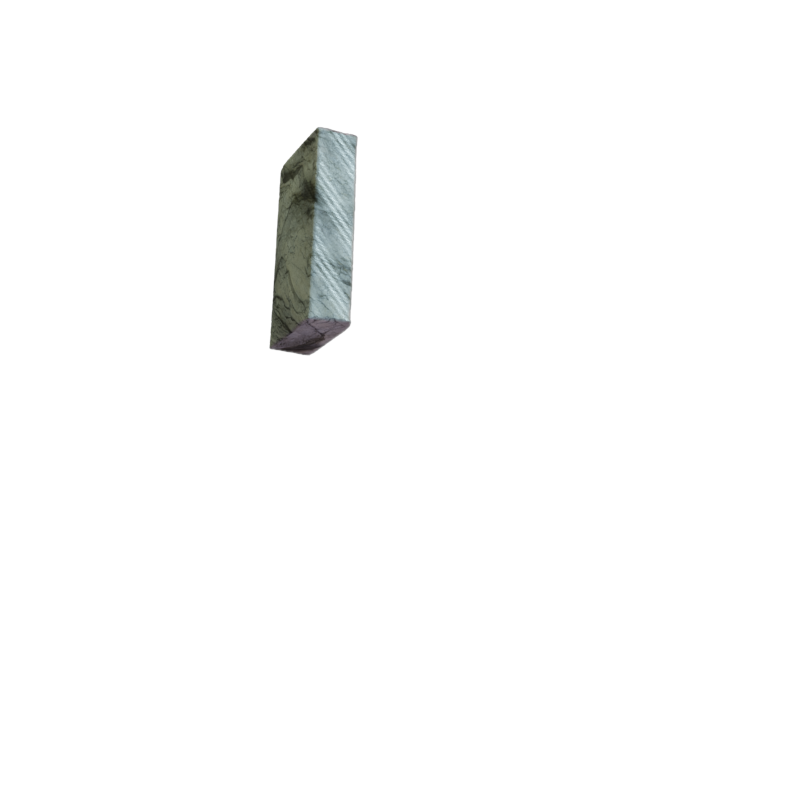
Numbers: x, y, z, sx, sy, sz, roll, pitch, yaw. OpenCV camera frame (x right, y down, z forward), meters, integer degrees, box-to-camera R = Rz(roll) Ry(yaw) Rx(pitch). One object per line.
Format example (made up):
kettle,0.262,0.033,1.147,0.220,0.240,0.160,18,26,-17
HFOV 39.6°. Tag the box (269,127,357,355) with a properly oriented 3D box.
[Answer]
box,-0.075,-0.137,0.958,0.046,0.185,0.092,9,-23,-25
